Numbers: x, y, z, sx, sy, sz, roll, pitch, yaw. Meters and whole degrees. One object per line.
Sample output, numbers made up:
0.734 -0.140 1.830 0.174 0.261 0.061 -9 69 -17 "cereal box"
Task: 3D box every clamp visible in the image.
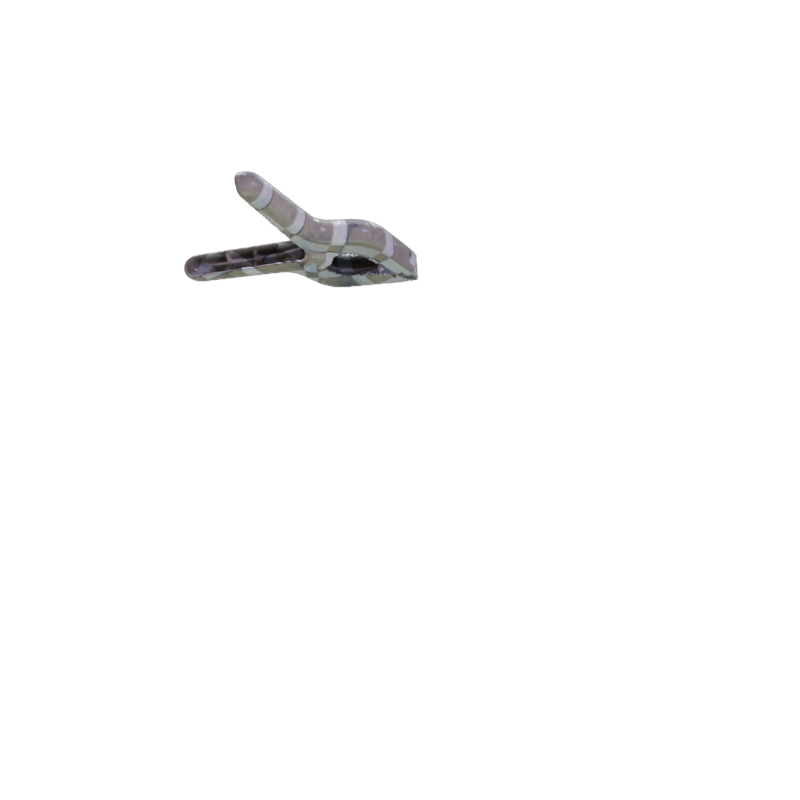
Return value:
-0.078 -0.142 0.993 0.205 0.039 0.159 7 -26 -14 "clamp"
